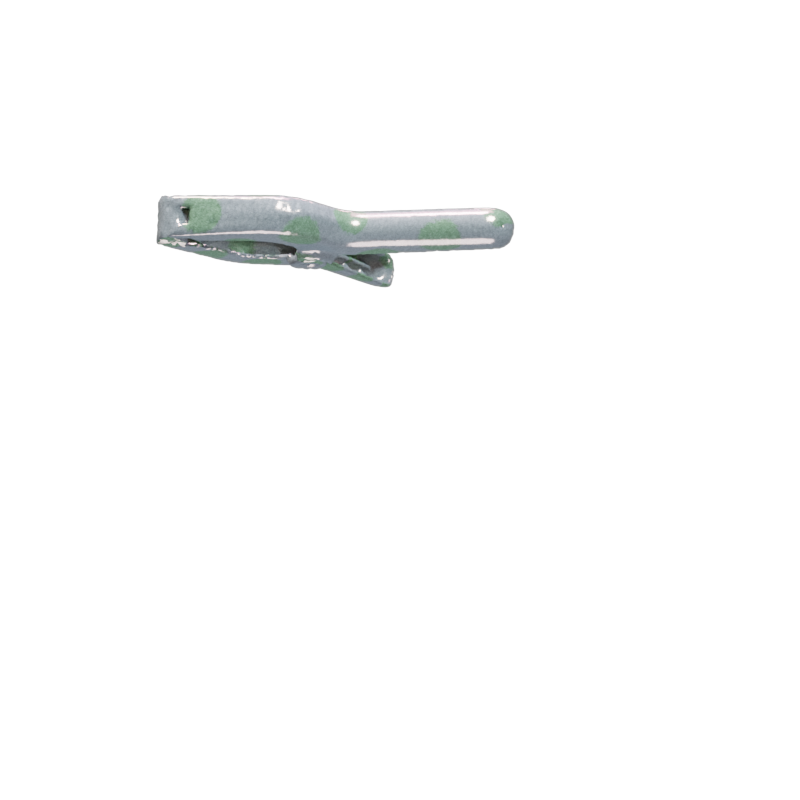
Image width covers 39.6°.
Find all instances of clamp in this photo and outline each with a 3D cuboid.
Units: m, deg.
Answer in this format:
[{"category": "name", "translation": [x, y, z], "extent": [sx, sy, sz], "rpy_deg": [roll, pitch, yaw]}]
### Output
[{"category": "clamp", "translation": [-0.056, -0.102, 0.716], "extent": [0.204, 0.037, 0.165], "rpy_deg": [2, -7, -20]}]
